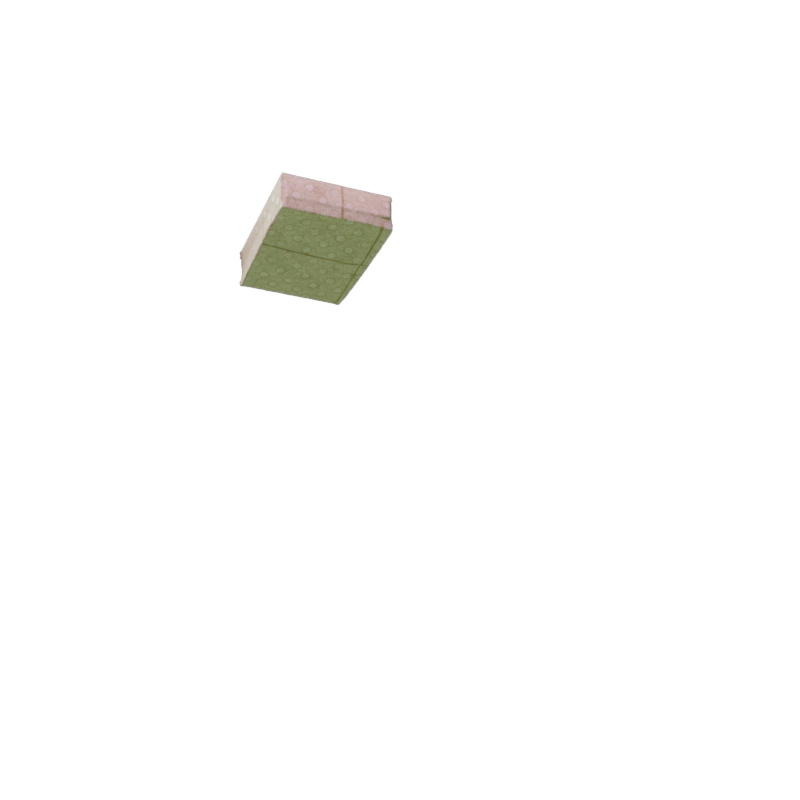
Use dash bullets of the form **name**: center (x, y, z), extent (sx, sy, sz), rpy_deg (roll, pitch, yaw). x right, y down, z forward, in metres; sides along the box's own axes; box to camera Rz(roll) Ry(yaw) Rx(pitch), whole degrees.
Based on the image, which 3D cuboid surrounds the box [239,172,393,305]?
- **box**: center (-0.067, -0.123, 0.863), extent (0.087, 0.042, 0.109), rpy_deg (12, -35, -19)
